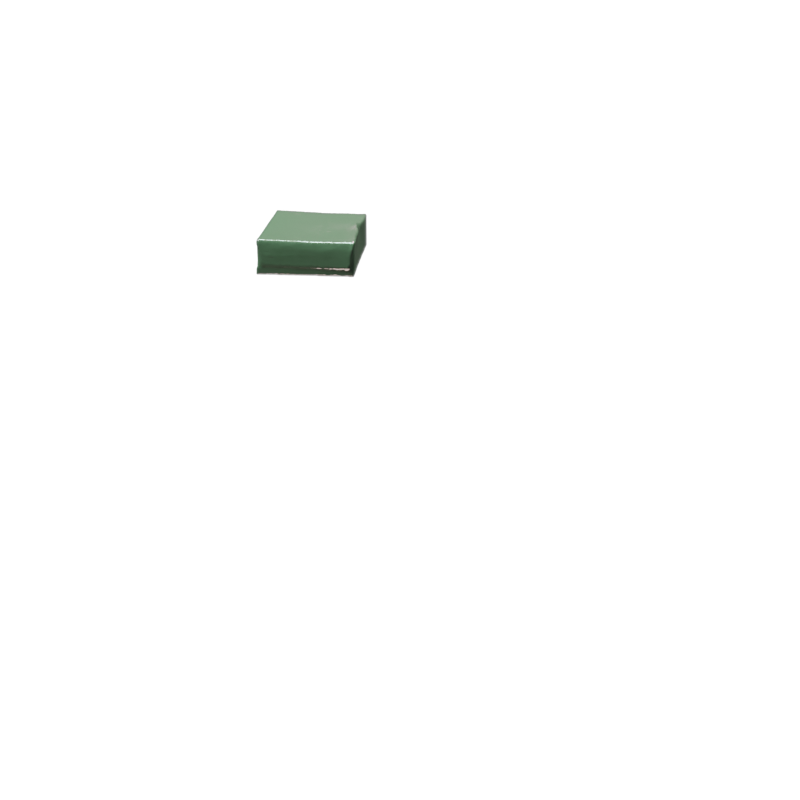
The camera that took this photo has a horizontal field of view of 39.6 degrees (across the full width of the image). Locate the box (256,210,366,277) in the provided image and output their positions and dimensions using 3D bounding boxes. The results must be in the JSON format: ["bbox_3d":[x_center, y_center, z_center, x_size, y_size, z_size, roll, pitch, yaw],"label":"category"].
[{"bbox_3d":[-0.066,-0.120,0.844,0.074,0.029,0.092,3,22,6],"label":"box"}]
